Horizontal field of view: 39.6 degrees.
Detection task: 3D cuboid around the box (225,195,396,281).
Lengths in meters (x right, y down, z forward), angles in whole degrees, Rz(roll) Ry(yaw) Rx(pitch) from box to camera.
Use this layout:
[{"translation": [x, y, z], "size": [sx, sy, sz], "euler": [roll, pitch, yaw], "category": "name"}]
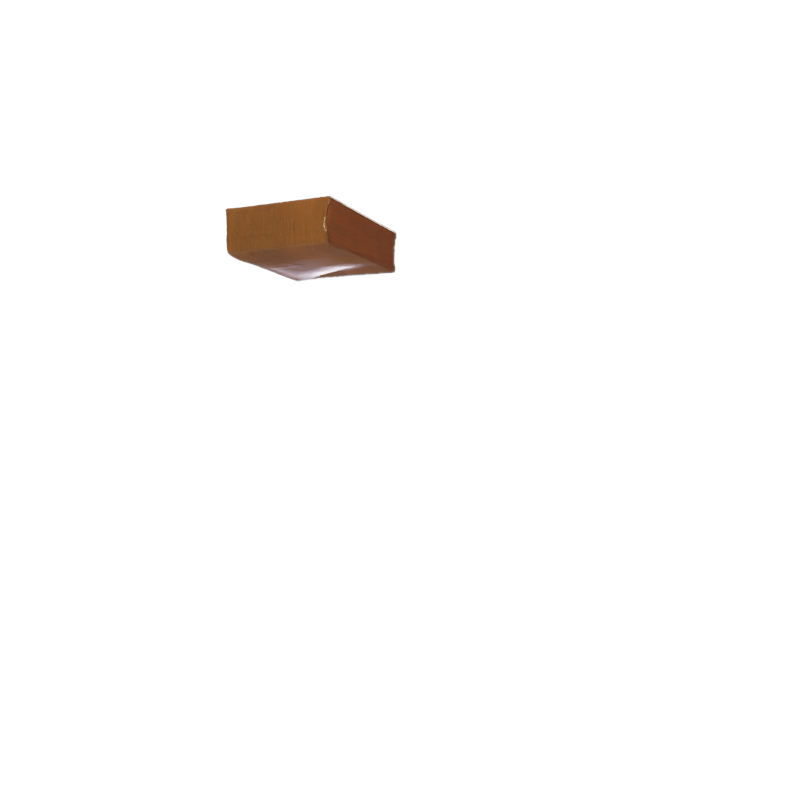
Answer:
[{"translation": [-0.066, -0.120, 0.840], "size": [0.092, 0.040, 0.108], "euler": [-3, -6, 27], "category": "box"}]
